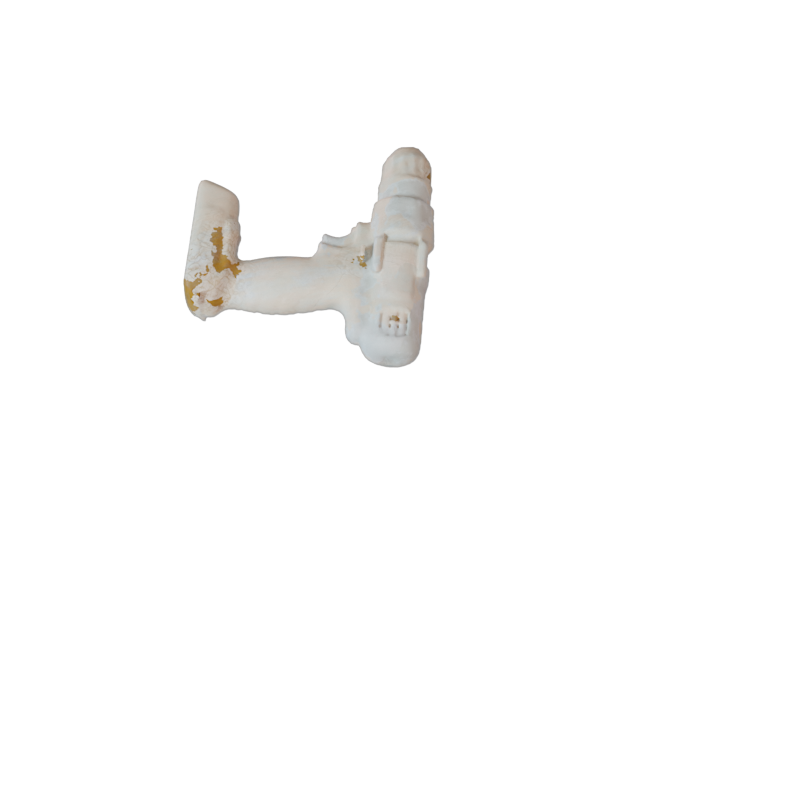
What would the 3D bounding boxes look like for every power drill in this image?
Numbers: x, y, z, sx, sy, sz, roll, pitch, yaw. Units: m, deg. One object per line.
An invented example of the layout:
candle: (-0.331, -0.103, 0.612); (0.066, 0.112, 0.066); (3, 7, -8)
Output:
power drill: (-0.068, -0.123, 0.862); (0.188, 0.194, 0.054); (5, -26, 2)
